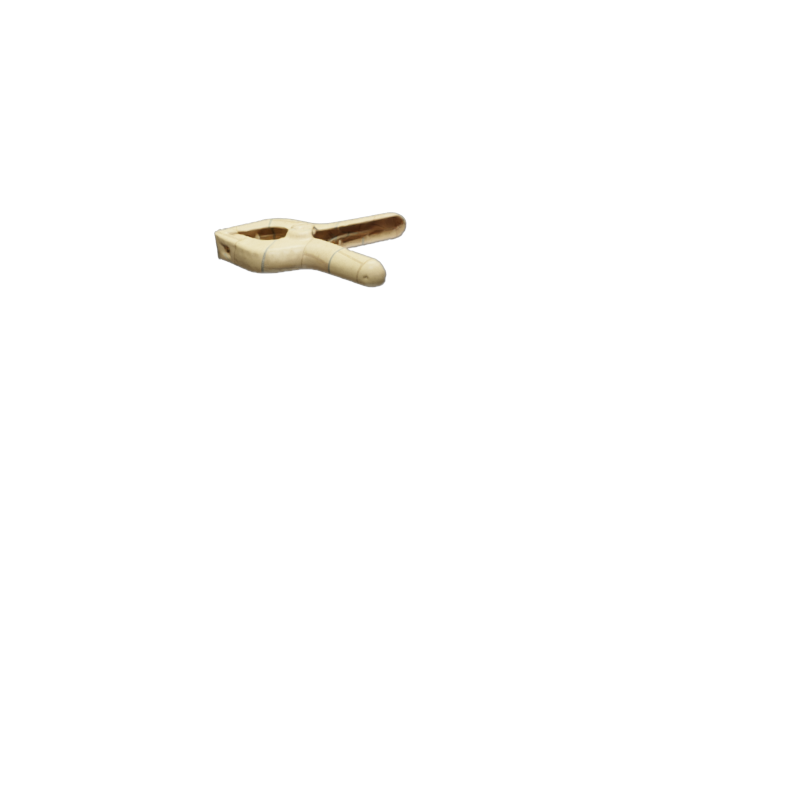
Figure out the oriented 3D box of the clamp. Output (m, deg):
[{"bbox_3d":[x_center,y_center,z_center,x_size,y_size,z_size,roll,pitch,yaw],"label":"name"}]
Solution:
[{"bbox_3d":[-0.078,-0.142,0.992,0.177,0.037,0.122,10,27,19],"label":"clamp"}]
